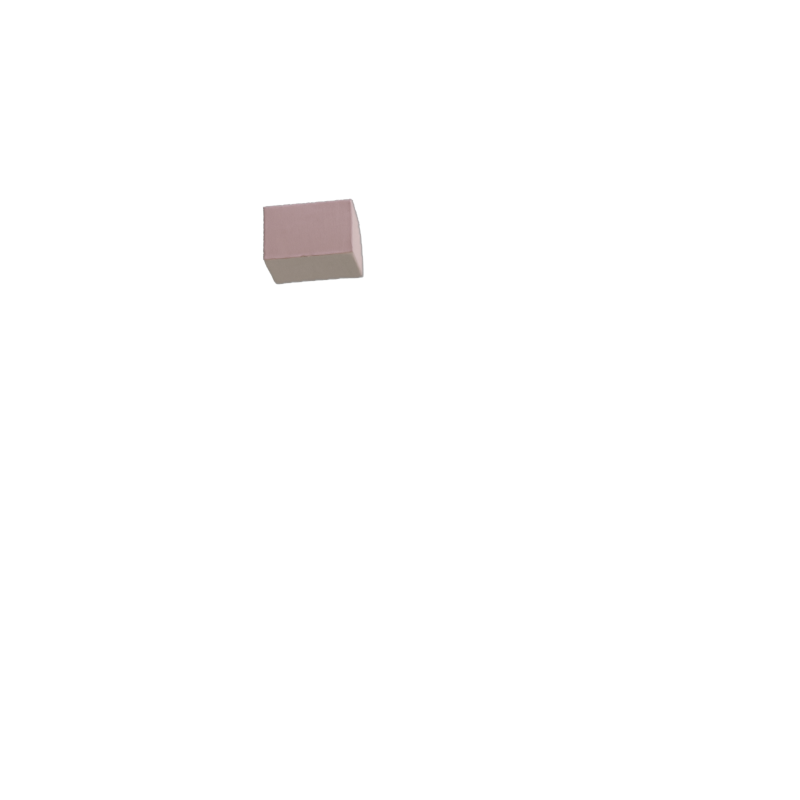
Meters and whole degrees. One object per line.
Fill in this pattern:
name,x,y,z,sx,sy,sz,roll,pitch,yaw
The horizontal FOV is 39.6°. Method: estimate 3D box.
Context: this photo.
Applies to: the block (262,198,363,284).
block,-0.073,-0.133,0.930,0.079,0.054,0.050,-3,-22,8
